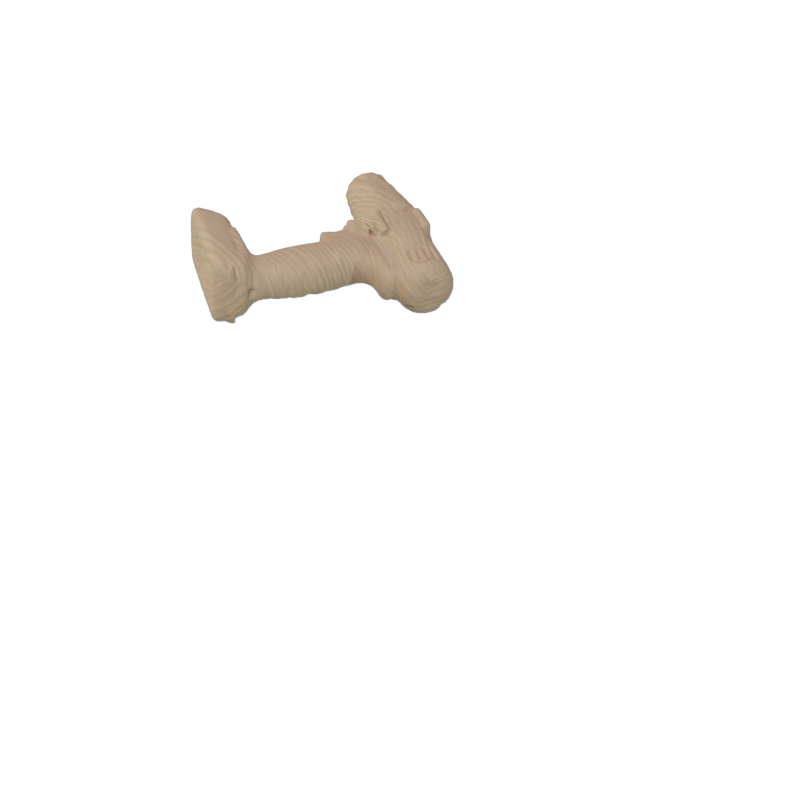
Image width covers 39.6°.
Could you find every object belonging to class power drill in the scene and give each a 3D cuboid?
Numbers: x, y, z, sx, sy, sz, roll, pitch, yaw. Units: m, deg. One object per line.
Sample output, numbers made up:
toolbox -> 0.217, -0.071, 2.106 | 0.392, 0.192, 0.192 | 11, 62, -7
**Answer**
power drill -> -0.069, -0.126, 0.884 | 0.185, 0.054, 0.199 | -9, 35, -13
